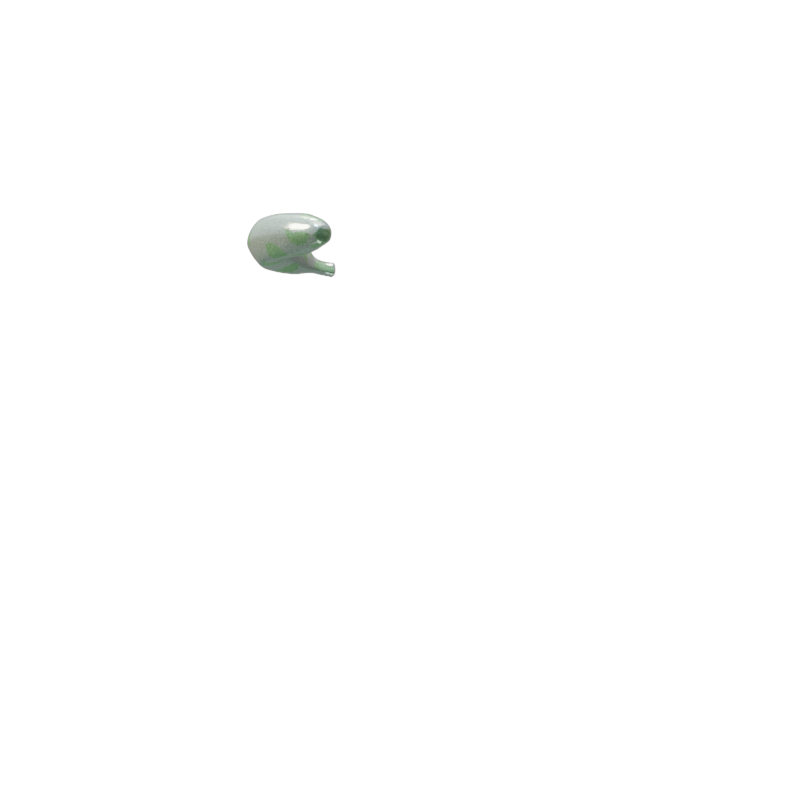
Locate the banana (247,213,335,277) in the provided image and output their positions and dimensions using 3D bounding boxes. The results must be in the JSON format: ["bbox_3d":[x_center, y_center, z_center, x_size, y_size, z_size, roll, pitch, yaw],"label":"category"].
[{"bbox_3d":[-0.086,-0.124,0.871,0.069,0.037,0.196,0,1,-2],"label":"banana"}]
